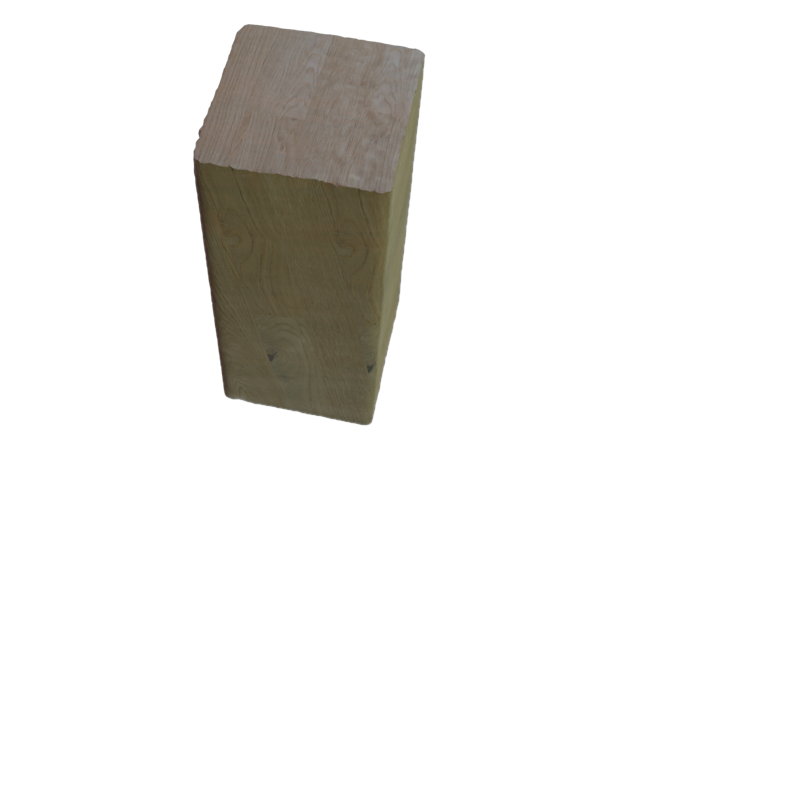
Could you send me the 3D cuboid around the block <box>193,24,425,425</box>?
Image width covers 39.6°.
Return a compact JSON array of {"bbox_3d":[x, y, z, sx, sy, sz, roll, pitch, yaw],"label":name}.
[{"bbox_3d":[-0.045,-0.082,0.572,0.091,0.096,0.193,11,-32,3],"label":"block"}]
